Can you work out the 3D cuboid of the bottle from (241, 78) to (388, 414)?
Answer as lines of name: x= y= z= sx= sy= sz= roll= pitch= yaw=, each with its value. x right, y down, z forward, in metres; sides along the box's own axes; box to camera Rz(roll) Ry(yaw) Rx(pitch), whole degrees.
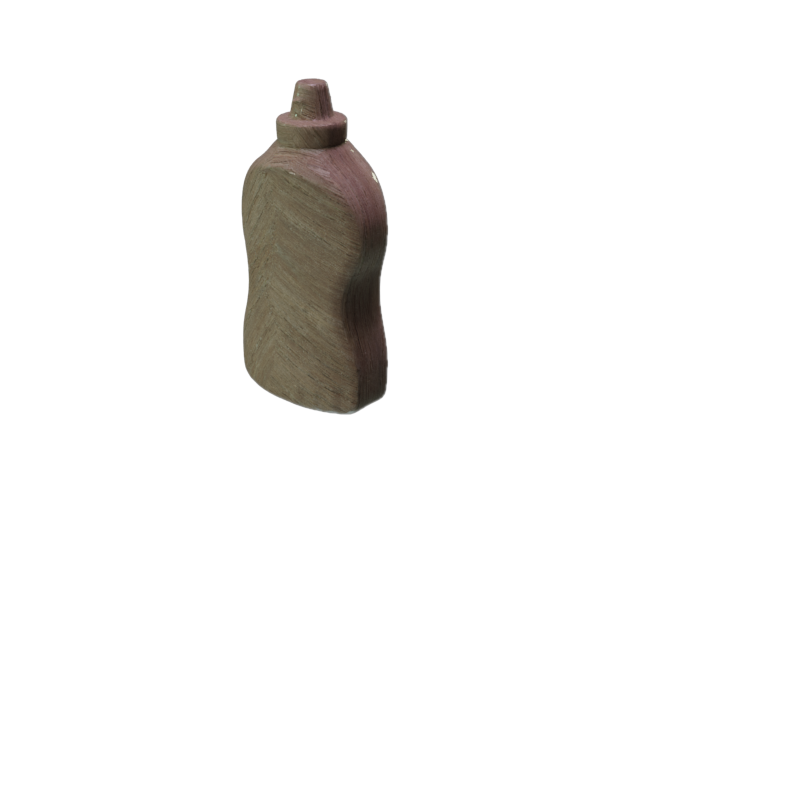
bottle: x=-0.051 y=-0.093 z=0.653 sx=0.102 sy=0.183 sz=0.058 roll=20 pitch=28 yaw=39
